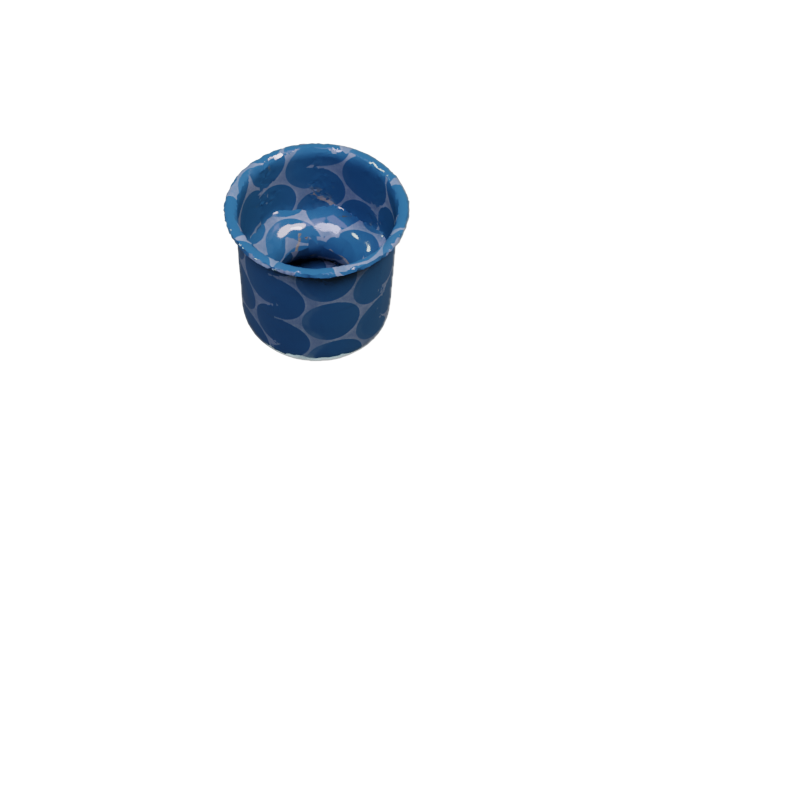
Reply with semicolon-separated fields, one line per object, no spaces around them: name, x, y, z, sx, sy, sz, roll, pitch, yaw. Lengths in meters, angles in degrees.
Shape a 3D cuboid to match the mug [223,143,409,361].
mug;-0.046;-0.085;0.592;0.092;0.126;0.076;-7;-38;-7
